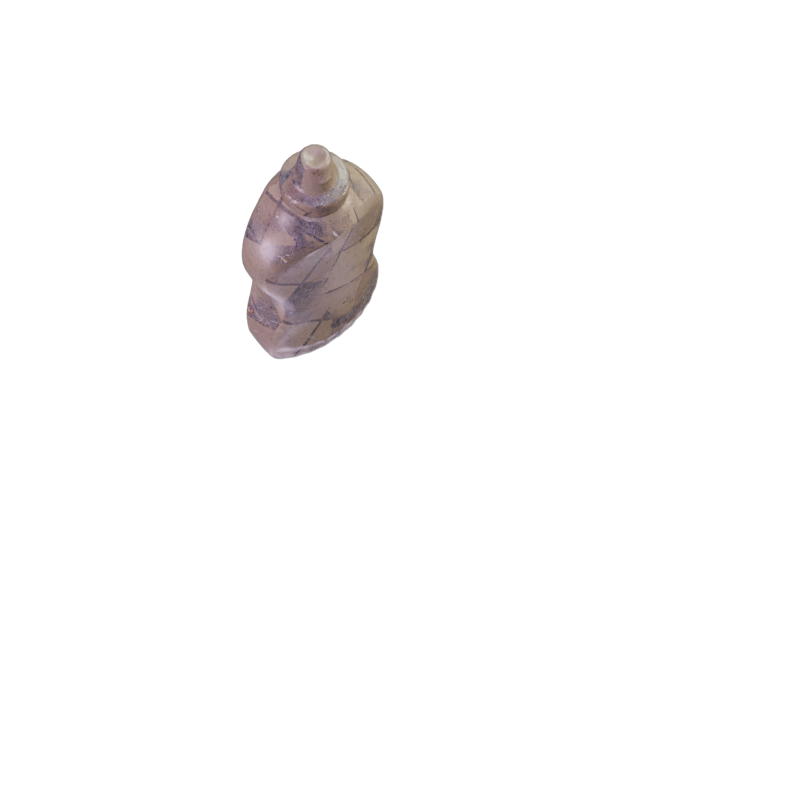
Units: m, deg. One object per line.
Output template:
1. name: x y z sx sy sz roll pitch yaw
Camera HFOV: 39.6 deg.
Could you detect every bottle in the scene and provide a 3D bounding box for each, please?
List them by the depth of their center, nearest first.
1. bottle: -0.054 -0.099 0.696 0.096 0.061 0.181 -35 -17 -18
